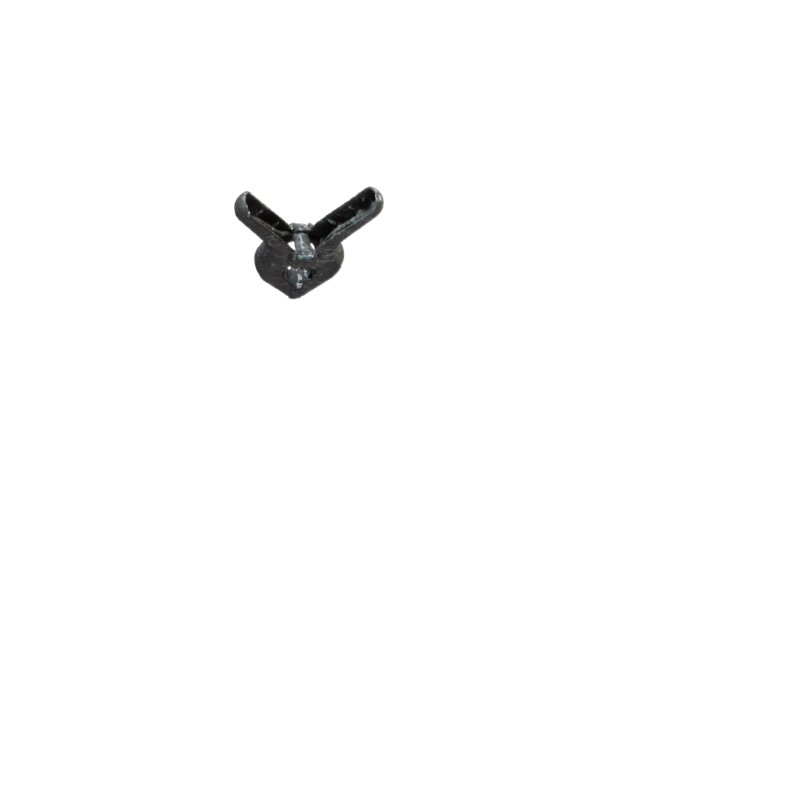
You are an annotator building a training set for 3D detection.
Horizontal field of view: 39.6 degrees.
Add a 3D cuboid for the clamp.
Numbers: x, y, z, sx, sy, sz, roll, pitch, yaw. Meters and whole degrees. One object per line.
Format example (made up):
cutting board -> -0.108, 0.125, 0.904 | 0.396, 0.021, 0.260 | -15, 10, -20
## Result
clamp -> -0.075, -0.136, 0.952 | 0.120, 0.041, 0.163 | 0, -18, 0
